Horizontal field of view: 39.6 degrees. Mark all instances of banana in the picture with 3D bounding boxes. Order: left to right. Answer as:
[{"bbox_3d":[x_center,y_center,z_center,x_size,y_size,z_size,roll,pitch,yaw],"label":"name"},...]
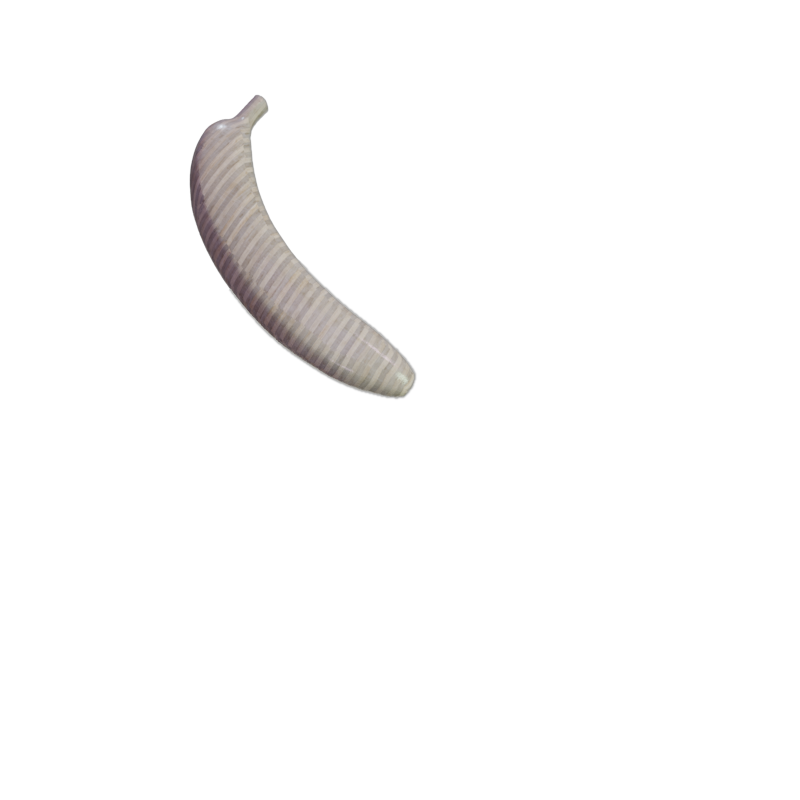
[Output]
[{"bbox_3d":[-0.064,-0.080,0.587,0.069,0.209,0.035,-23,-21,-10],"label":"banana"}]
